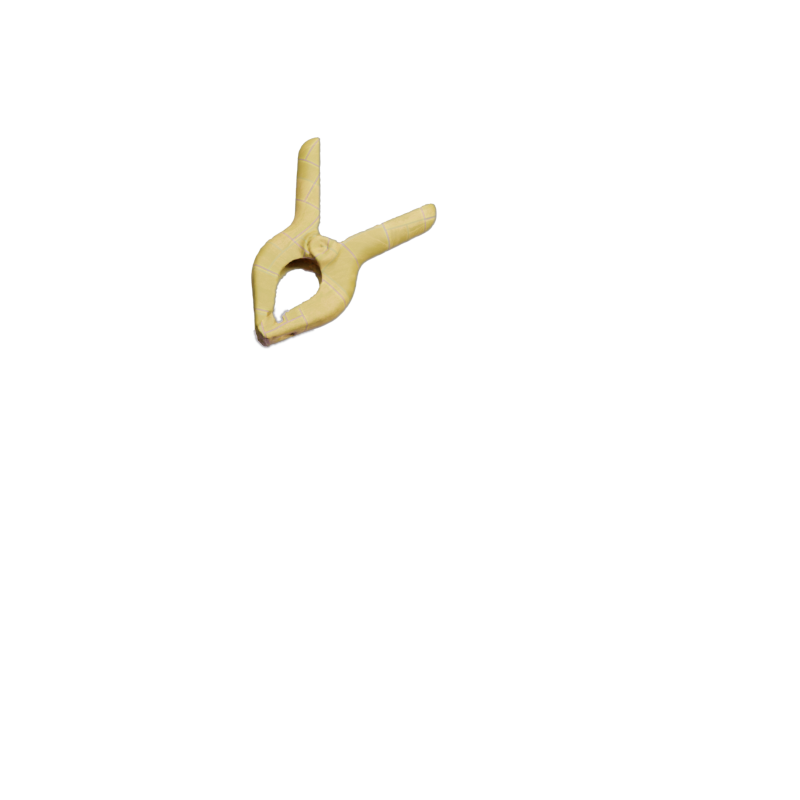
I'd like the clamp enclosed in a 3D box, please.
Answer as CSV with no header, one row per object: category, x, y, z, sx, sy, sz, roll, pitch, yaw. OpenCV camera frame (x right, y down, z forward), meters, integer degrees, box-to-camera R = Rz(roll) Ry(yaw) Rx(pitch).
clamp,-0.066,-0.121,0.849,0.125,0.174,0.037,36,-21,16
